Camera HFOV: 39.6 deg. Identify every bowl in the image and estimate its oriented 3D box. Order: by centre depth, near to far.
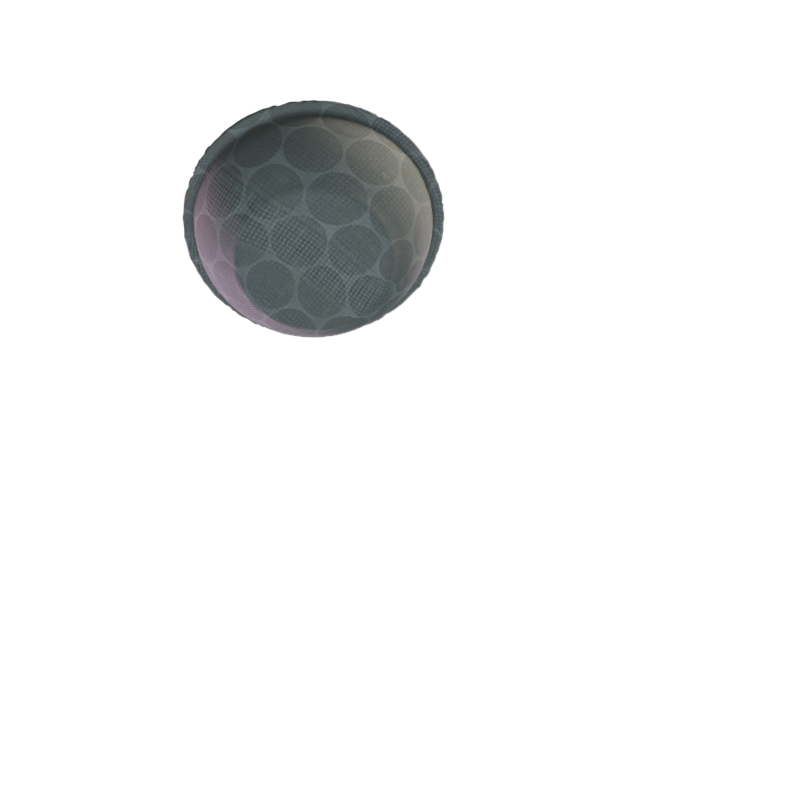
[{"bbox_3d":[-0.052,-0.095,0.663,0.162,0.153,0.058,1,29,-1],"label":"bowl"}]
